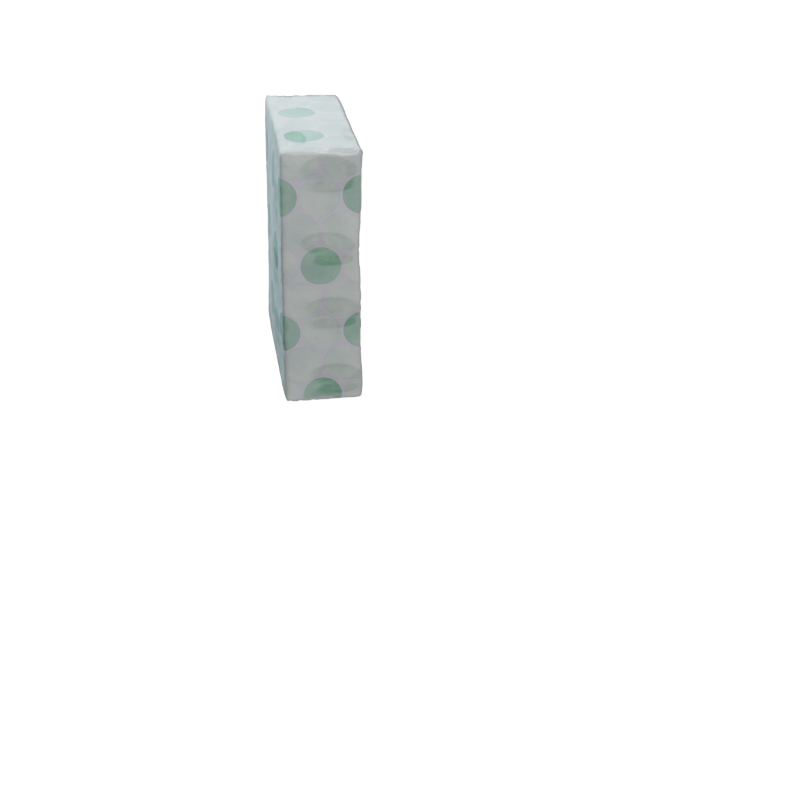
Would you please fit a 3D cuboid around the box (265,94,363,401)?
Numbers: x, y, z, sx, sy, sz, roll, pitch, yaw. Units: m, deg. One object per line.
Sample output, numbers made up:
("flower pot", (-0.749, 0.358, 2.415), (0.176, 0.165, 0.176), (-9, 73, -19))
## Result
("box", (-0.073, -0.133, 0.929), (0.071, 0.203, 0.175), (-2, 26, -9))
